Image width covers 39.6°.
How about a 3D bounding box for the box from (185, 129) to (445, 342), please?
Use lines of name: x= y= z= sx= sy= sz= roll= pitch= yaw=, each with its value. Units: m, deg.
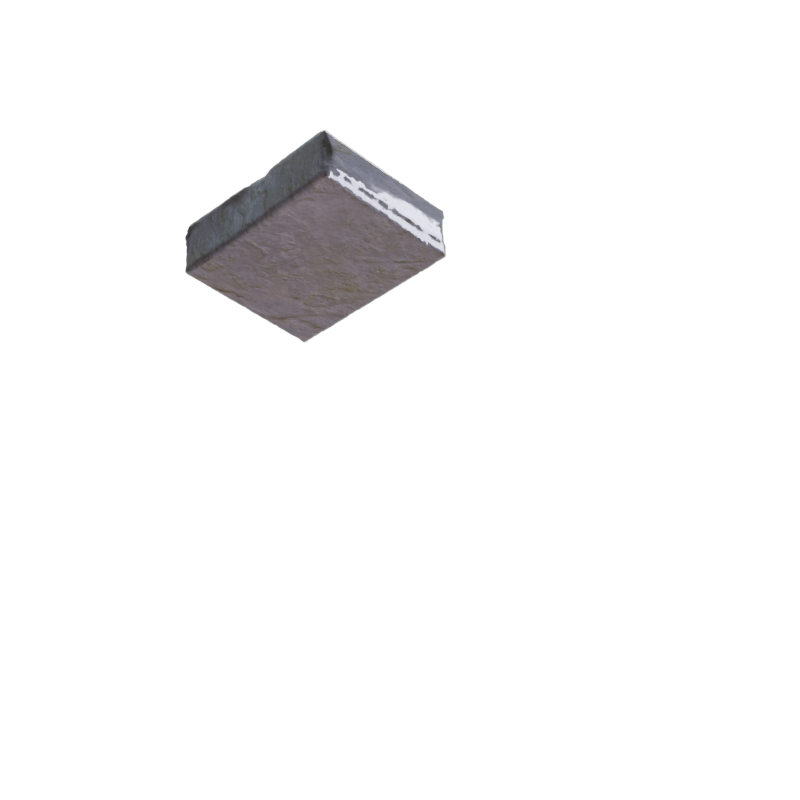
box: x=-0.037 y=-0.068 z=0.476 sx=0.089 sy=0.032 sz=0.068 roll=-29 pitch=-43 yaw=35
